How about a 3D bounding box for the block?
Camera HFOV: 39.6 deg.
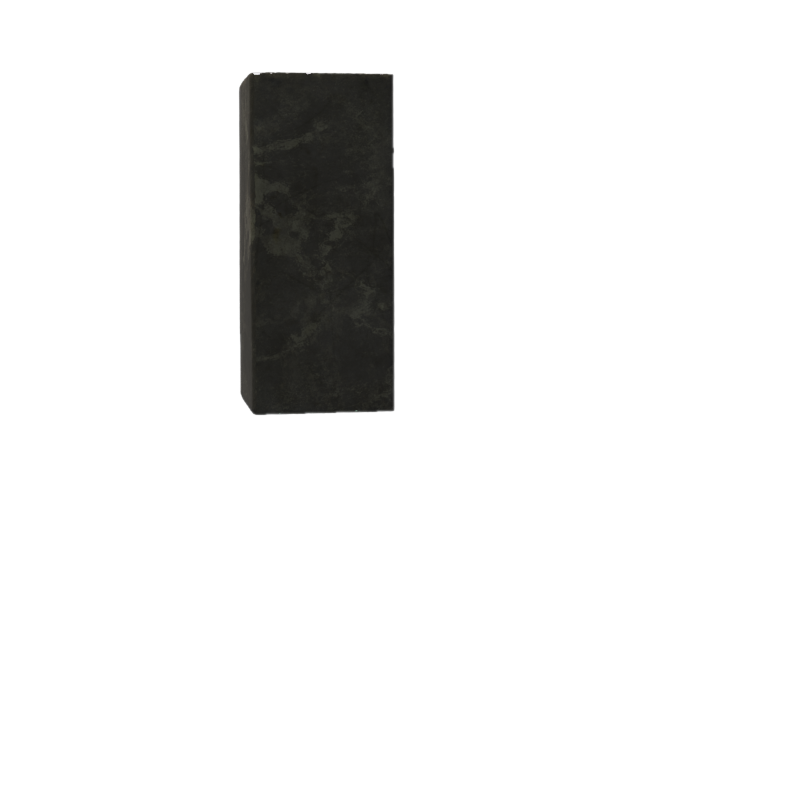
[{"bbox_3d":[-0.056,-0.101,0.711,0.089,0.205,0.092,0,3,-11],"label":"block"}]
